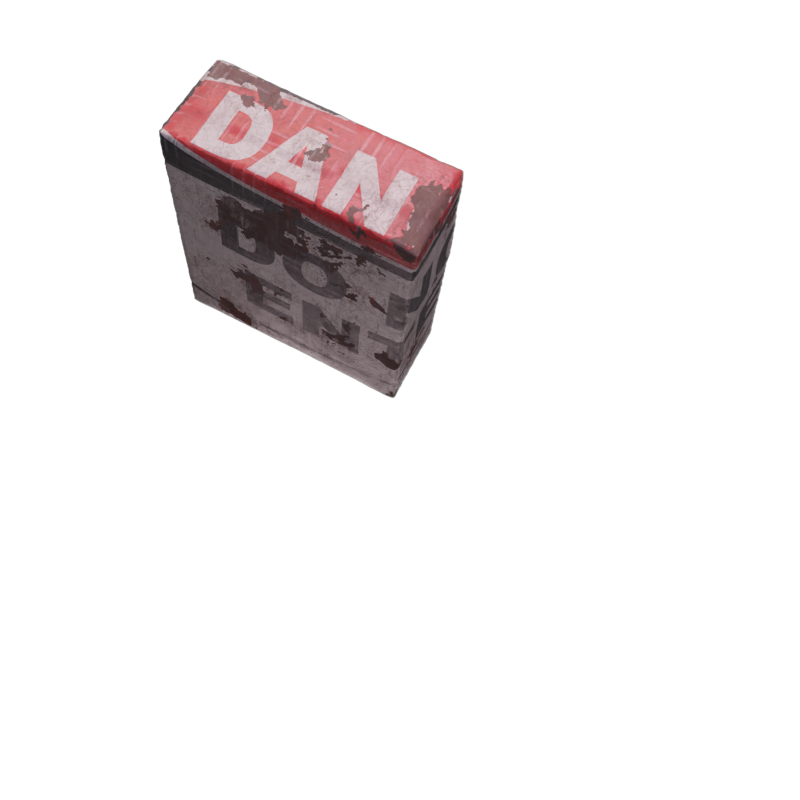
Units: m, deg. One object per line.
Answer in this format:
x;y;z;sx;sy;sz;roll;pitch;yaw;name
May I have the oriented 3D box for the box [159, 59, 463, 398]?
-0.055;-0.100;0.702;0.169;0.074;0.202;28;-22;10;box
